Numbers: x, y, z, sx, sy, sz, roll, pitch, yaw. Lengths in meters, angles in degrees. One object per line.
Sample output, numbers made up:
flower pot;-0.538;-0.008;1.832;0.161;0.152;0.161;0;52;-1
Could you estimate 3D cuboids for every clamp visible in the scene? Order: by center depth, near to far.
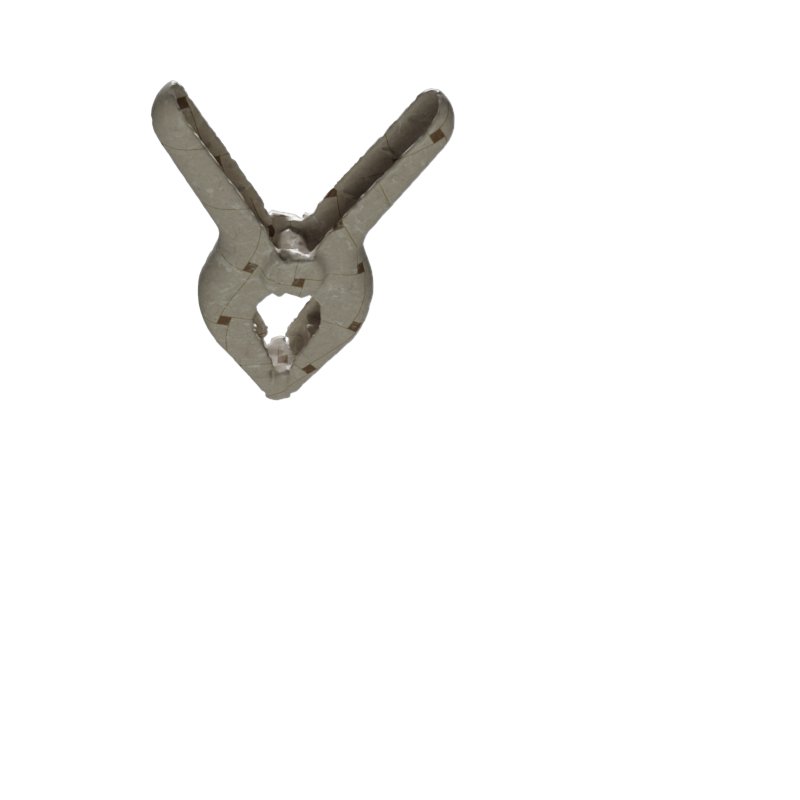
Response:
clamp;-0.038;-0.069;0.484;0.120;0.042;0.159;-1;-43;0
